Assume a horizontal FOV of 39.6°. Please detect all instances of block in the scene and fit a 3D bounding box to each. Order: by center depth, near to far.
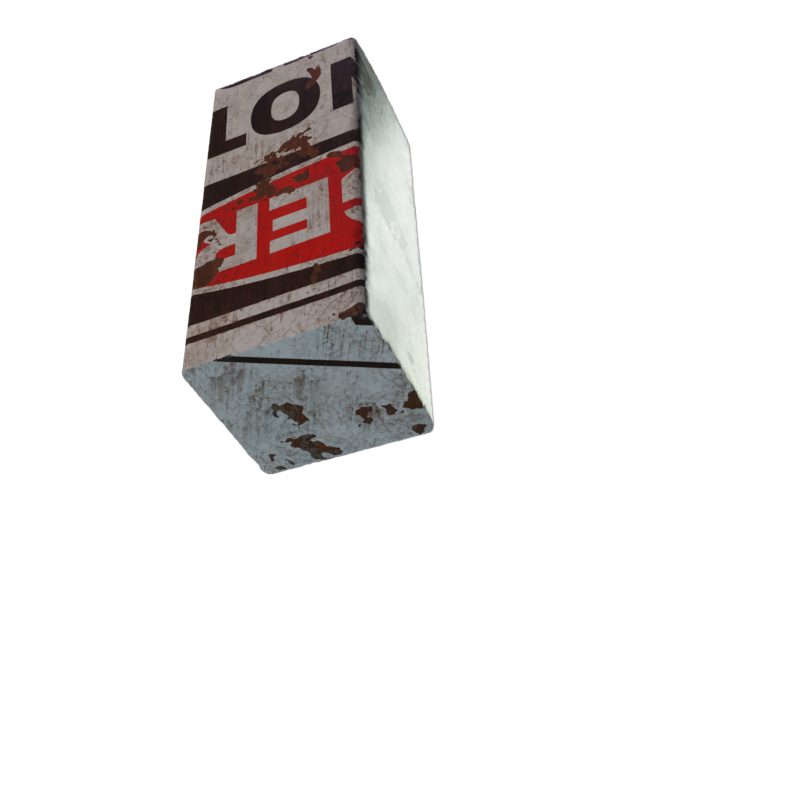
[{"bbox_3d":[-0.044,-0.081,0.570,0.091,0.221,0.083,-17,-44,15],"label":"block"}]
